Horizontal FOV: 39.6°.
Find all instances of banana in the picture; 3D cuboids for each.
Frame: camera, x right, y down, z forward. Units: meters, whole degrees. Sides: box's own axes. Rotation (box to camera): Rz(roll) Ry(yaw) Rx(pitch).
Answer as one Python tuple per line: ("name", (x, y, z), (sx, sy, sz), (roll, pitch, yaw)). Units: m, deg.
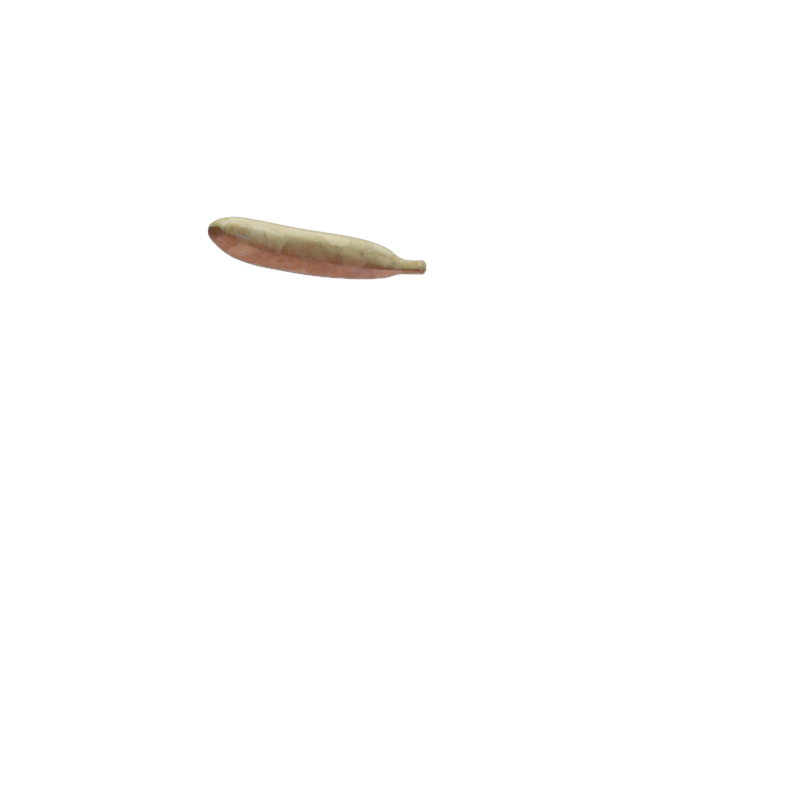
("banana", (-0.077, -0.125, 0.911), (0.190, 0.038, 0.070), (4, -10, -30))
